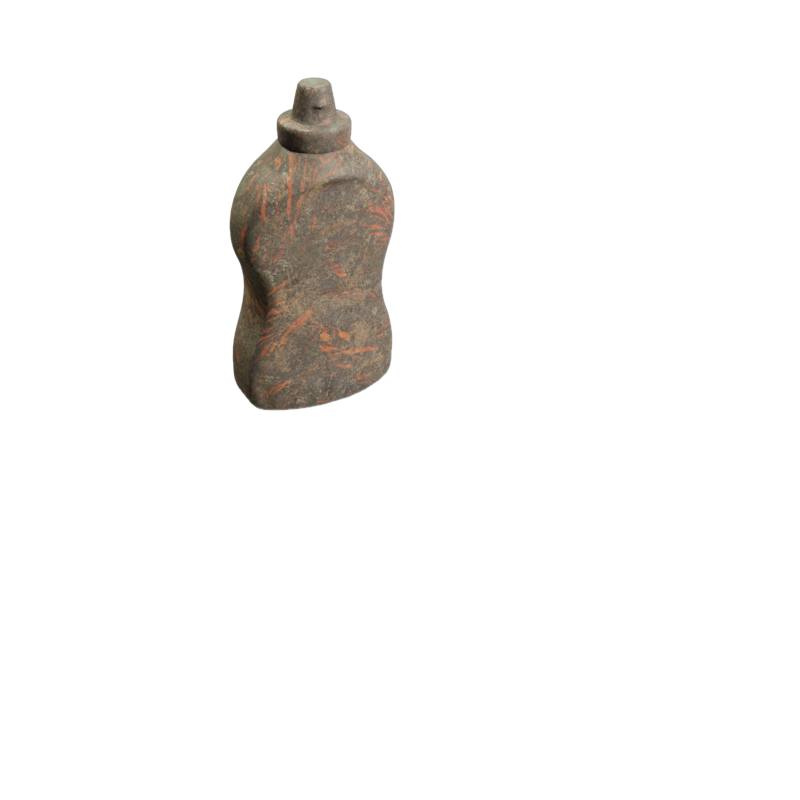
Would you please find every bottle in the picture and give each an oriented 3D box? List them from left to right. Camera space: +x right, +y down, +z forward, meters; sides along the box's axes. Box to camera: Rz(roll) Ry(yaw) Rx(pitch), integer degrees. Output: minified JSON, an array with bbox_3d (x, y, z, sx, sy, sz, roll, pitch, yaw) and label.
[{"bbox_3d":[-0.049,-0.090,0.635,0.094,0.181,0.063,-12,32,-24],"label":"bottle"}]
